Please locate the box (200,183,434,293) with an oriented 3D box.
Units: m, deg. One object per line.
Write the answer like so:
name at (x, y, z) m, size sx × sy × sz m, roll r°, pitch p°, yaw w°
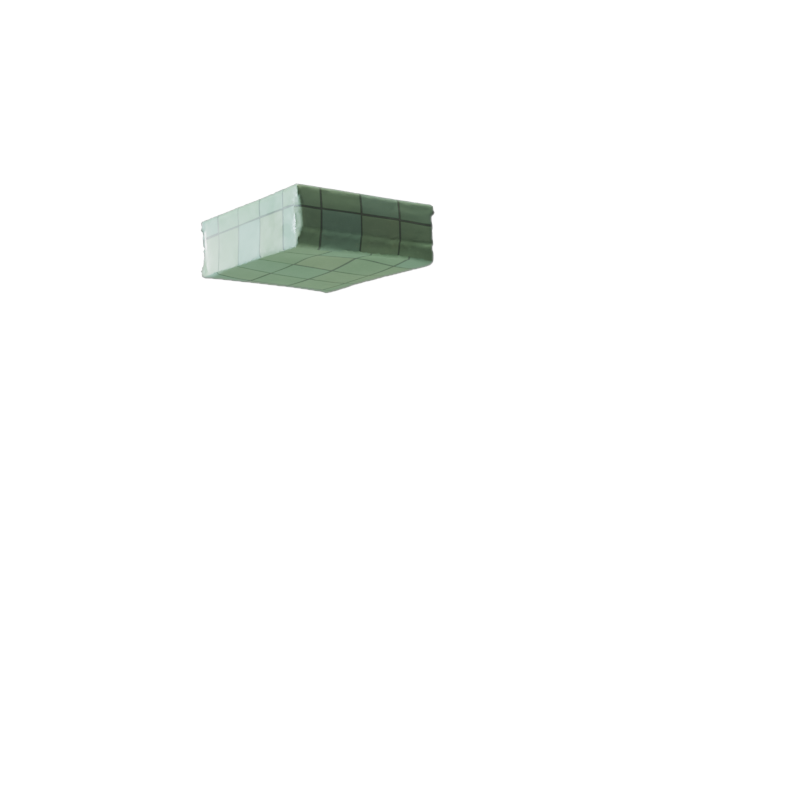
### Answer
box at (-0.049, -0.090, 0.628) m, size 0.086 × 0.040 × 0.116 m, roll 5°, pitch -8°, yaw -35°
